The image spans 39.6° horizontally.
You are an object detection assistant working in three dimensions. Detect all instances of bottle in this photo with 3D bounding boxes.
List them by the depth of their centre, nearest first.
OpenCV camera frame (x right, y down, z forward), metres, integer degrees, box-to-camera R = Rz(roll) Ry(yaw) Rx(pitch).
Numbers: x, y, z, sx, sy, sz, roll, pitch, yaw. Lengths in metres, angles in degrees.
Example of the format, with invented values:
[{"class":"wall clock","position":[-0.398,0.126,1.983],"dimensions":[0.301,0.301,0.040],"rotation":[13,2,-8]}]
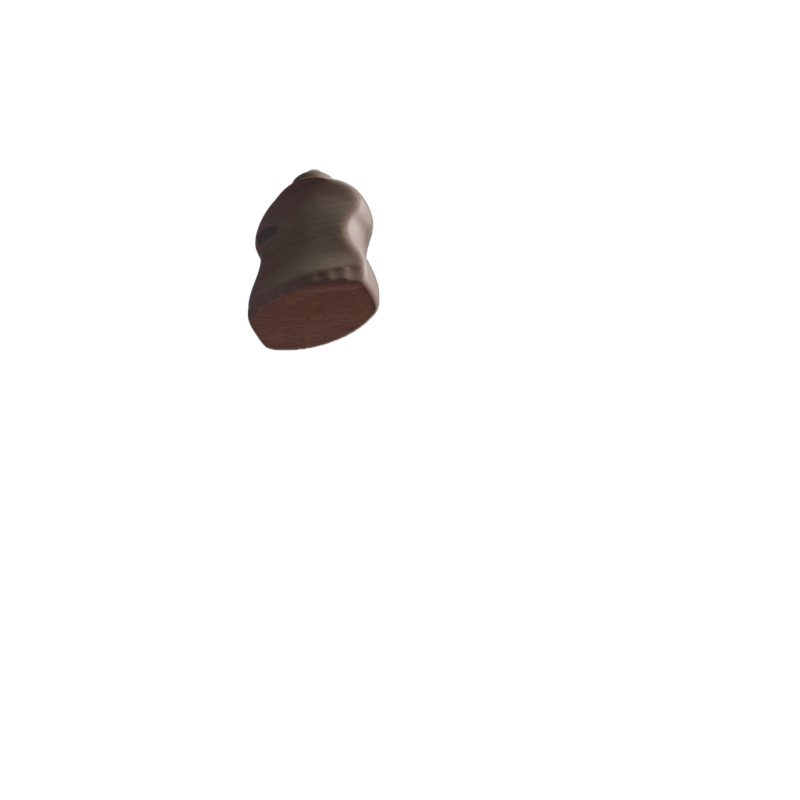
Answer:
[{"class":"bottle","position":[-0.069,-0.125,0.879],"dimensions":[0.096,0.054,0.206],"rotation":[-21,39,14]}]
